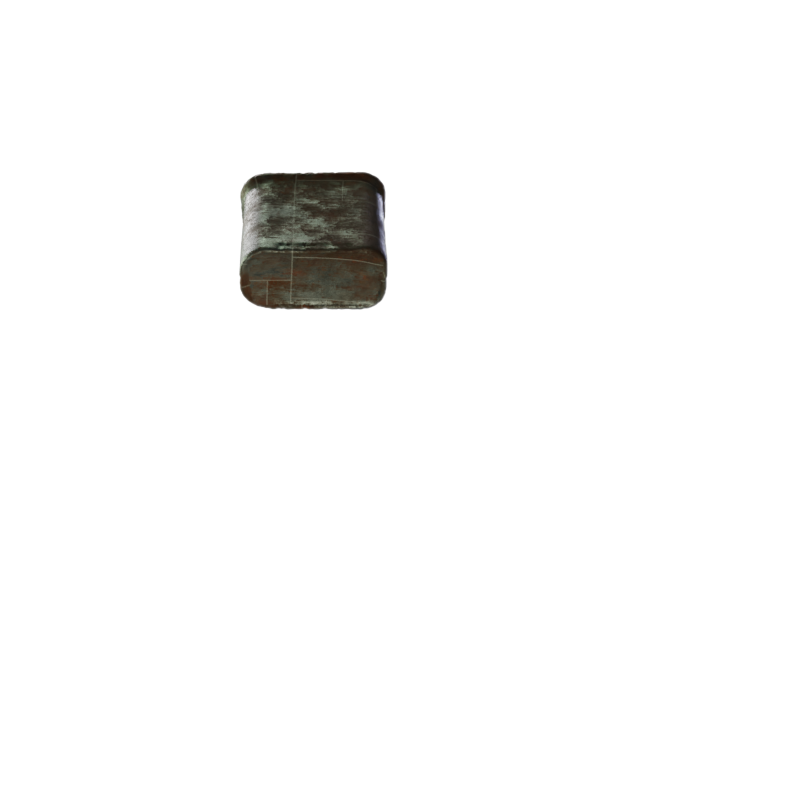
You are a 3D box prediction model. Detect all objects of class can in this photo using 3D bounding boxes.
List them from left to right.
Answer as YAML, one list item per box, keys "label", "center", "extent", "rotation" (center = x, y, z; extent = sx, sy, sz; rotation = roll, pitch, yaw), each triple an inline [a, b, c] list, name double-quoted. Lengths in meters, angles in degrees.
- label: "can"
  center: [-0.059, -0.107, 0.751]
  extent: [0.102, 0.054, 0.090]
  rotation: [-1, 43, -1]
